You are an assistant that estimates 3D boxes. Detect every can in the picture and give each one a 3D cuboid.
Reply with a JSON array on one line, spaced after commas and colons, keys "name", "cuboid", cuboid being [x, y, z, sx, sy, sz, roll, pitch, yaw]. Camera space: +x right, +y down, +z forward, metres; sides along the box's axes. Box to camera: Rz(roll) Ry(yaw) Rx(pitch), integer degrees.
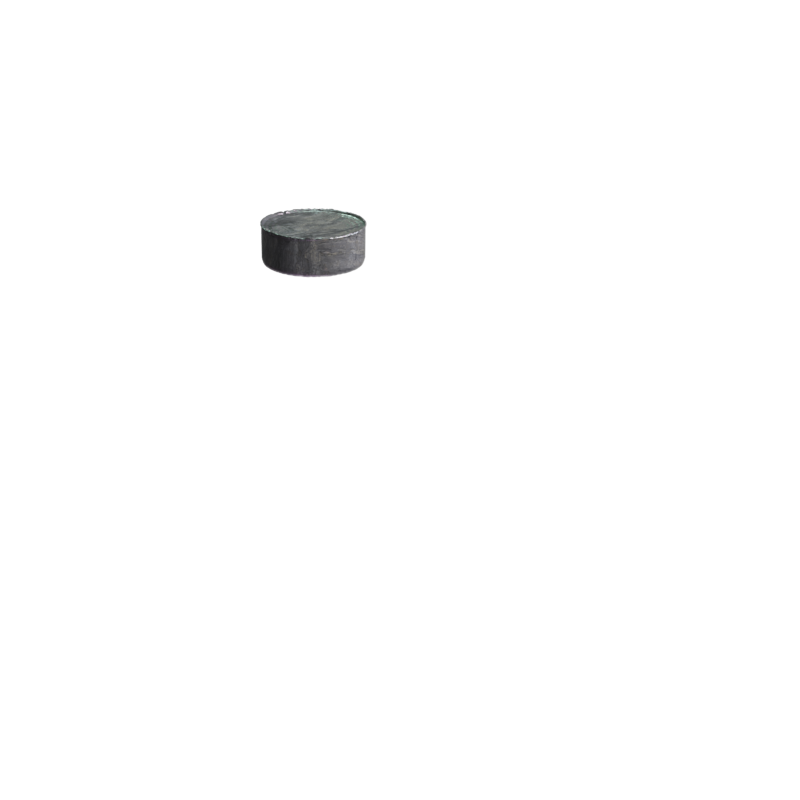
[{"name": "can", "cuboid": [-0.070, -0.128, 0.898, 0.086, 0.032, 0.090, -1, 24, -2]}]
